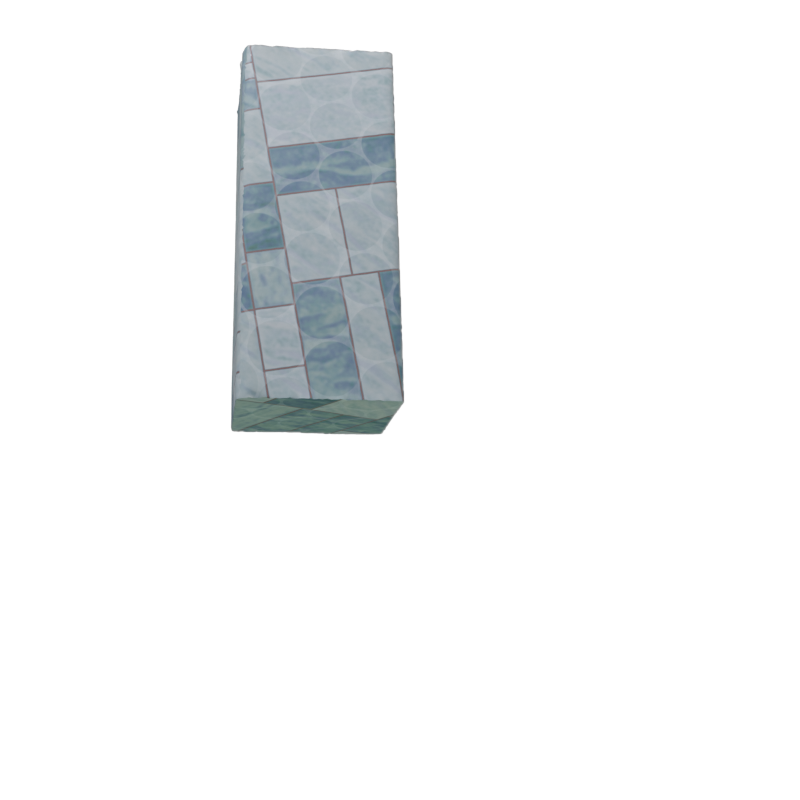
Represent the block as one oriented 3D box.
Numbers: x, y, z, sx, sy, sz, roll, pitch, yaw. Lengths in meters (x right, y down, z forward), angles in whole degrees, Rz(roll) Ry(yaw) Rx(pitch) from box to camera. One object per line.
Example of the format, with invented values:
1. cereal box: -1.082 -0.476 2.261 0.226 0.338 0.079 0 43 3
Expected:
1. block: -0.051 -0.092 0.642 0.089 0.216 0.087 1 -19 -8
